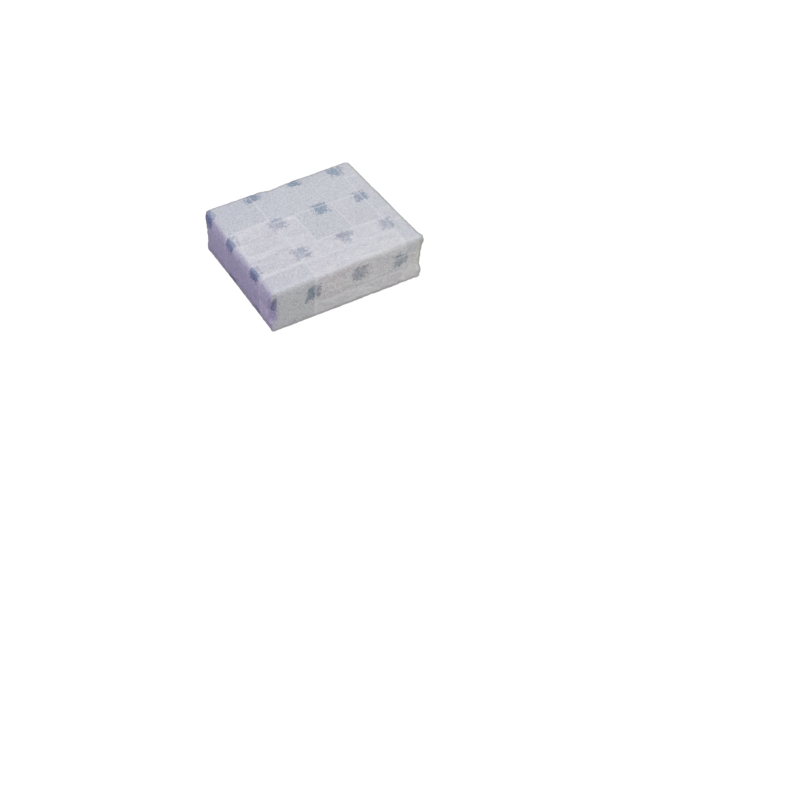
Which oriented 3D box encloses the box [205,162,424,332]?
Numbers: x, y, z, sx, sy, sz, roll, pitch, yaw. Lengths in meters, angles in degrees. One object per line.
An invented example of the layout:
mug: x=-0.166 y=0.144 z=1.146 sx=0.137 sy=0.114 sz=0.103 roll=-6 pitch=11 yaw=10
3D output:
box: x=-0.044 y=-0.081 z=0.568 sx=0.089 sy=0.028 sz=0.079 roll=-23 pitch=49 yaw=-22
